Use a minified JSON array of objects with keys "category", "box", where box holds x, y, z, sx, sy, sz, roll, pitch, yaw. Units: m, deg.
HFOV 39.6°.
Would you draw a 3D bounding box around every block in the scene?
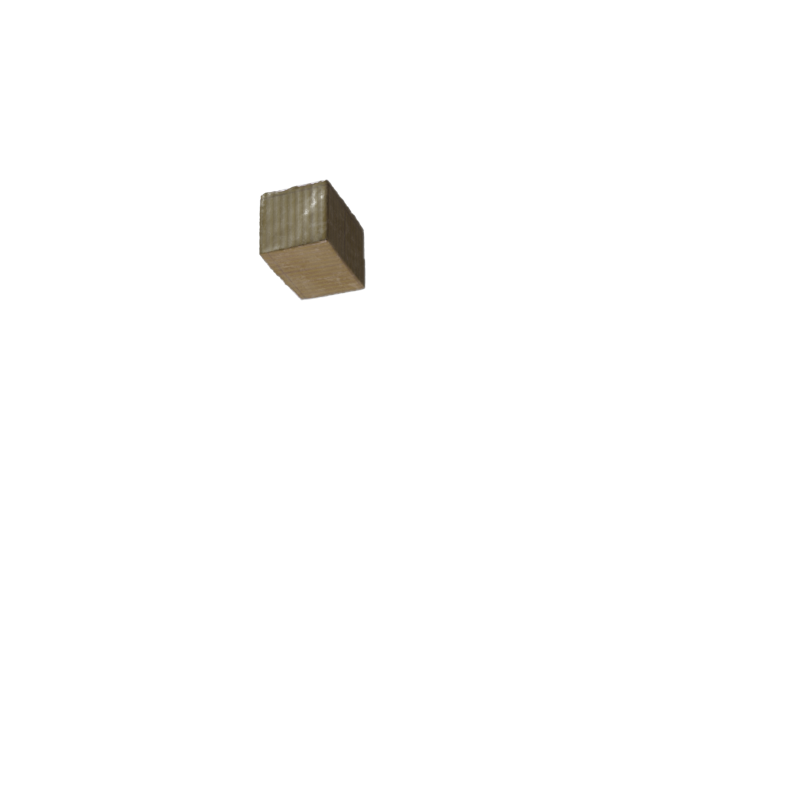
[{"category":"block","box":[-0.062,-0.113,0.791,0.053,0.054,0.072,-10,-26,17]}]
